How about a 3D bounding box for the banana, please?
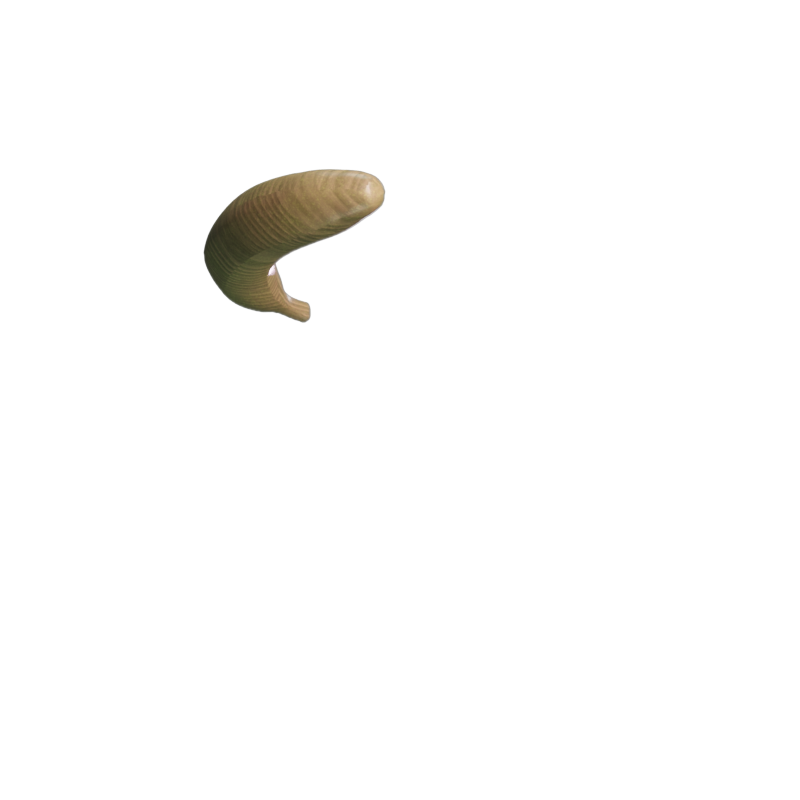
[{"bbox_3d":[-0.063,-0.080,0.562,0.068,0.038,0.194,3,-11,-14],"label":"banana"}]
